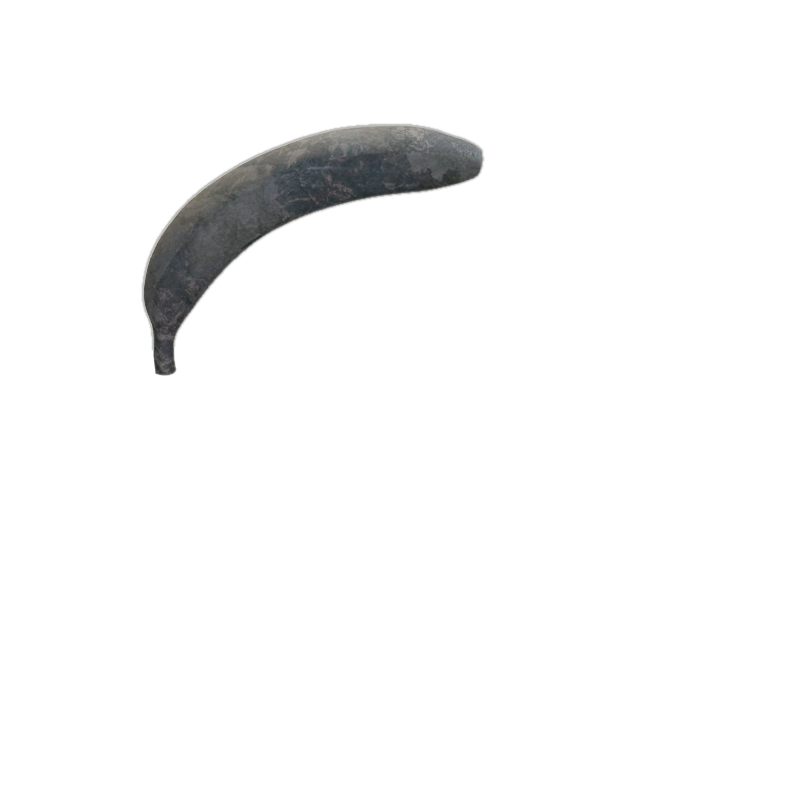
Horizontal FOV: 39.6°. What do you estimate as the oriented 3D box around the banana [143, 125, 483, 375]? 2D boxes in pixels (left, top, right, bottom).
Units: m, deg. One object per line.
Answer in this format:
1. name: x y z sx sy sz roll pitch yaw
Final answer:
1. banana: -0.057 -0.093 0.558 0.197 0.067 0.038 -32 13 7
